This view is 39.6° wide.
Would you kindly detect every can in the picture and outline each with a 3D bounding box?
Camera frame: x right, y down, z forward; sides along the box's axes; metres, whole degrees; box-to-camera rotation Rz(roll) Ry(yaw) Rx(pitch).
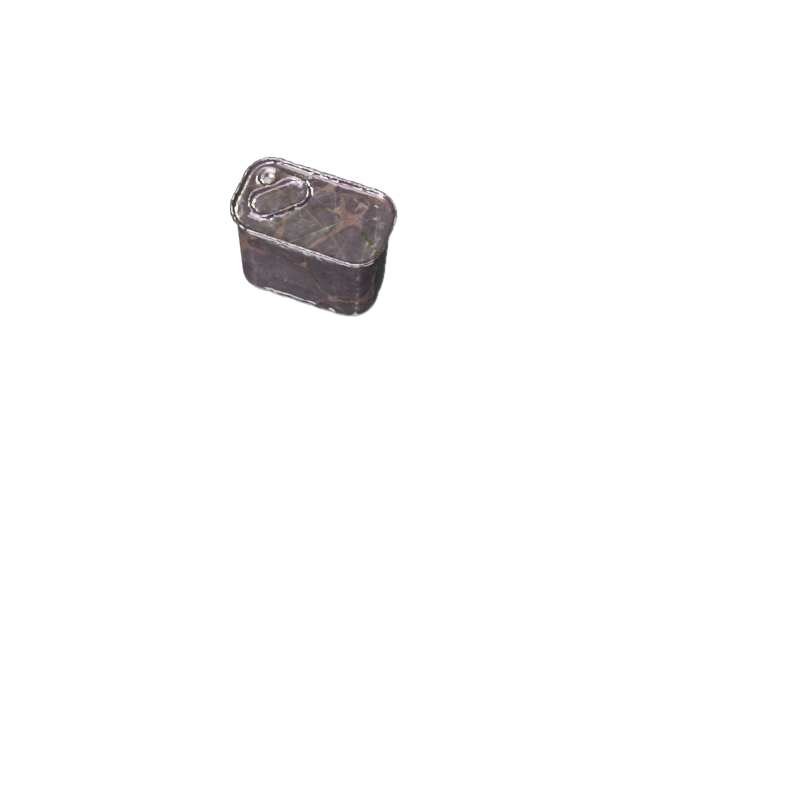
[{"bbox_3d":[-0.057,-0.103,0.724,0.104,0.060,0.079,20,-24,8],"label":"can"}]
